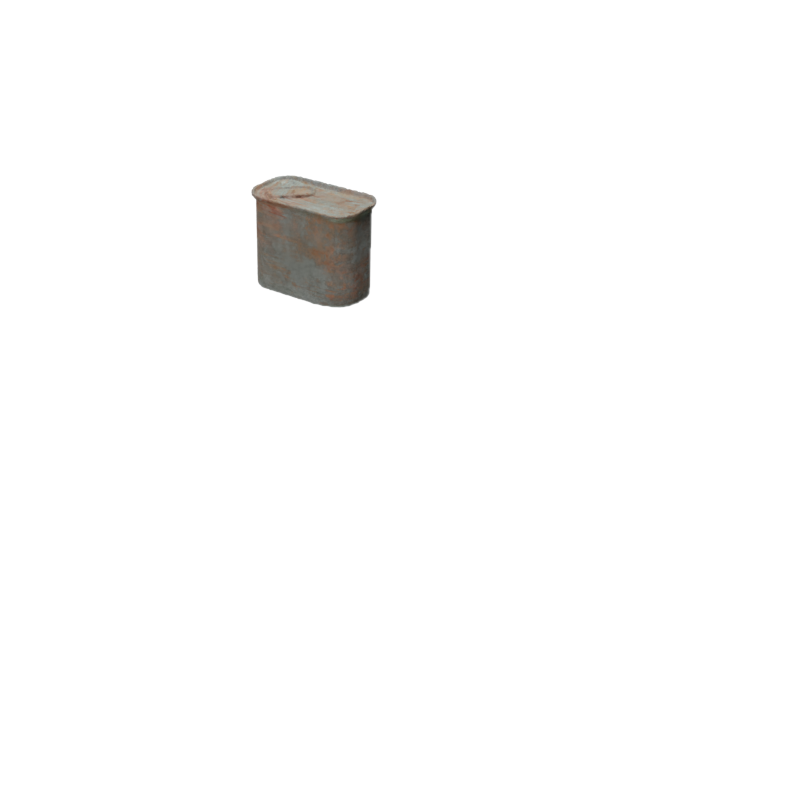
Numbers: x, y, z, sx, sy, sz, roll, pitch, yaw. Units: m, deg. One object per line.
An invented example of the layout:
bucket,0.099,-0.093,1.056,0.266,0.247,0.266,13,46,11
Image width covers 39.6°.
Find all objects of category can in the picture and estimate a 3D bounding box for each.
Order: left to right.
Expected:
can,-0.071,-0.130,0.910,0.107,0.079,0.058,19,32,30
